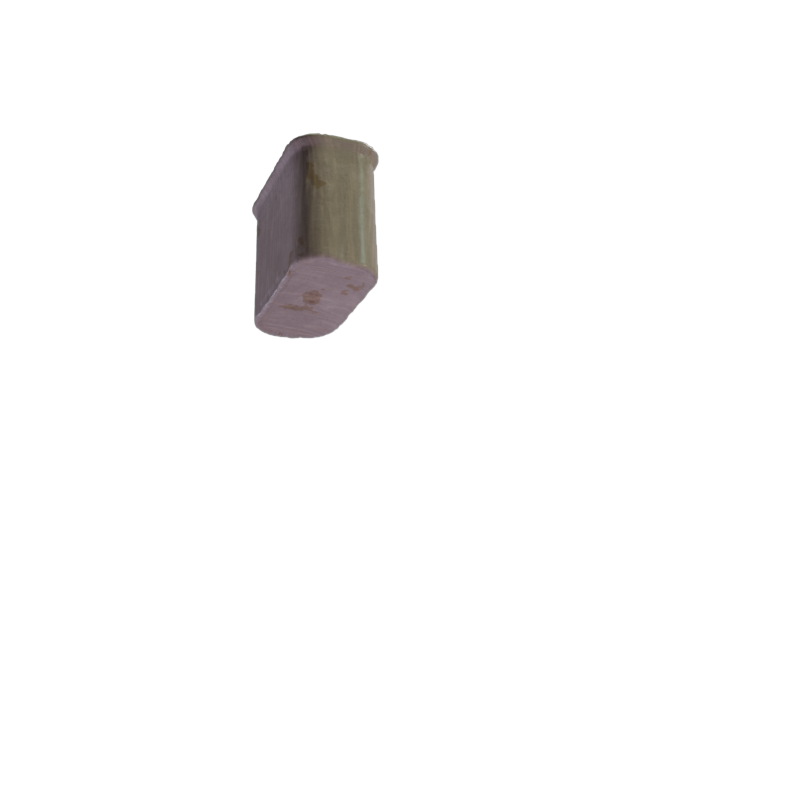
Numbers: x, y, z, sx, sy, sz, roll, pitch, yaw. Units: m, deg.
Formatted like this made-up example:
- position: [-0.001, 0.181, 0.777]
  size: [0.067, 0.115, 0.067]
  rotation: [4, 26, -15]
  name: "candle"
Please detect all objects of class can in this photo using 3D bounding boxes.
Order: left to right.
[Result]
- position: [-0.051, -0.094, 0.657]
  size: [0.056, 0.089, 0.099]
  rotation: [10, -29, -21]
  name: "can"
